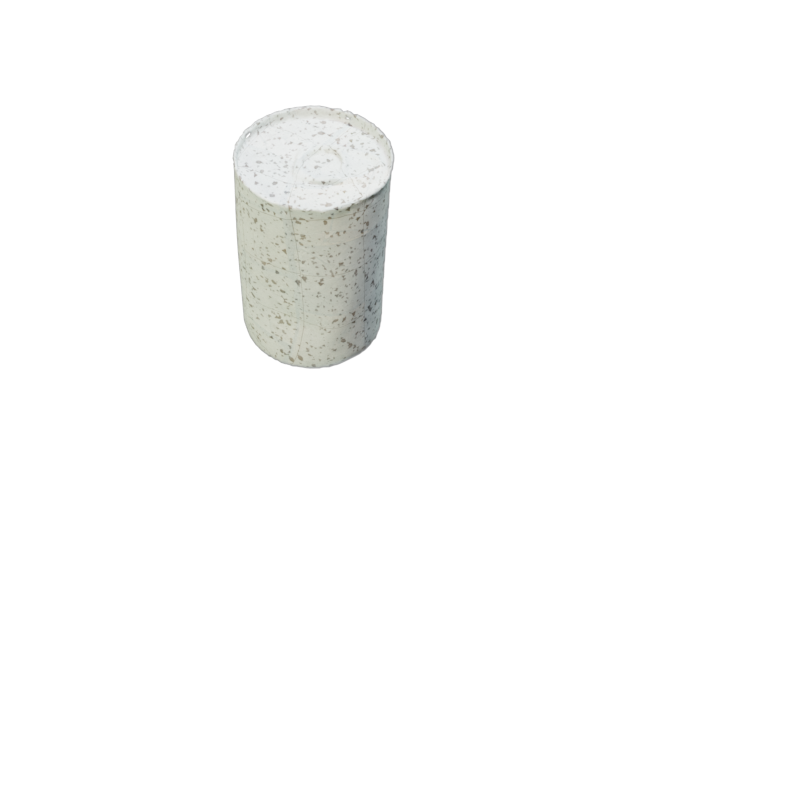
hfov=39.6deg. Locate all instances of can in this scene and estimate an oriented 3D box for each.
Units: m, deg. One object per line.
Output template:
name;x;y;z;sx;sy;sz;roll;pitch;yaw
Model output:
can;-0.039;-0.071;0.499;0.068;0.074;0.095;0;-42;-3
